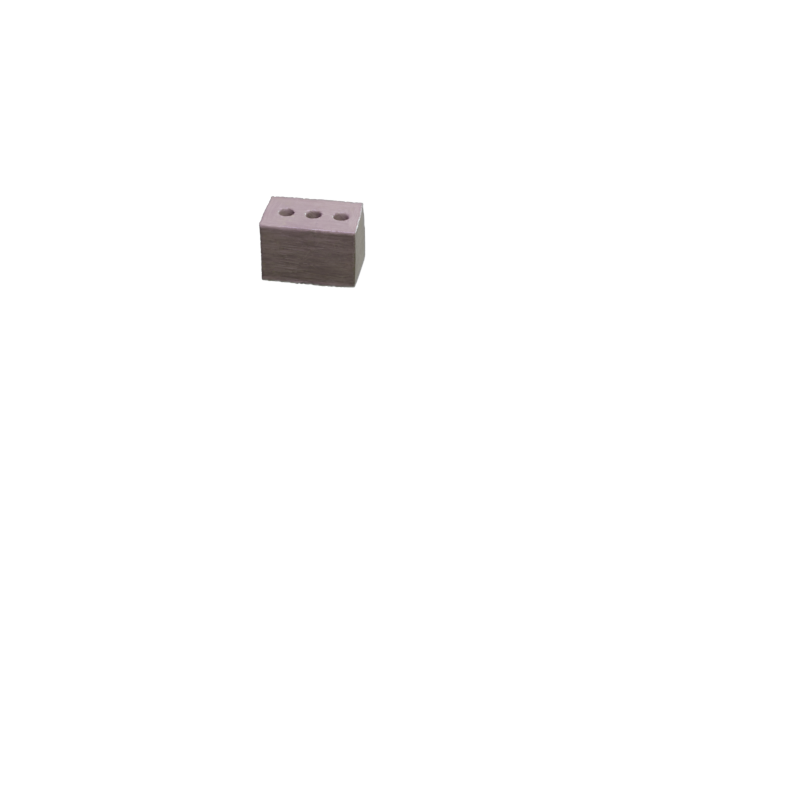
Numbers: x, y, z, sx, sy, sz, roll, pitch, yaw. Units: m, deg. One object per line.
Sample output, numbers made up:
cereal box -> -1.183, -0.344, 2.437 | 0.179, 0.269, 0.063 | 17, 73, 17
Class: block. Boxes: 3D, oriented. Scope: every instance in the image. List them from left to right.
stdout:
block -> -0.069, -0.126, 0.882 | 0.079, 0.048, 0.055 | 5, 32, 7
